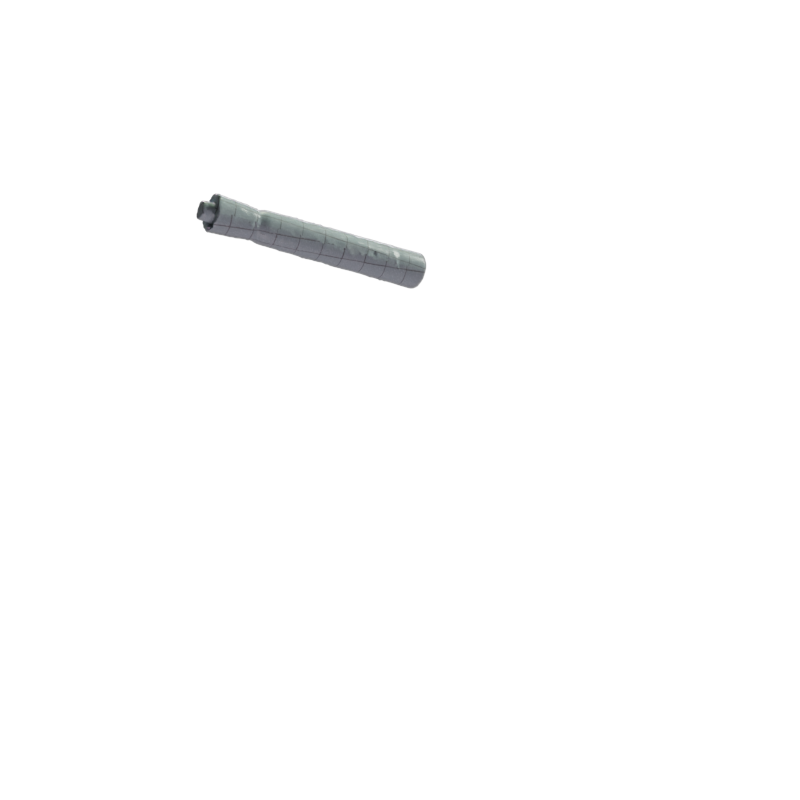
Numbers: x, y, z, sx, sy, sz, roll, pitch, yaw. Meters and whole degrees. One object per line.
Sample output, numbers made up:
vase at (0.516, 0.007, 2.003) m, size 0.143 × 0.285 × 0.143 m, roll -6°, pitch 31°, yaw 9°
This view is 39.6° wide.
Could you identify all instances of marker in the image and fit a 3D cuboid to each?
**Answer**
marker at (-0.042, -0.077, 0.539) m, size 0.116 × 0.020 × 0.020 m, roll 13°, pitch -2°, yaw -26°
